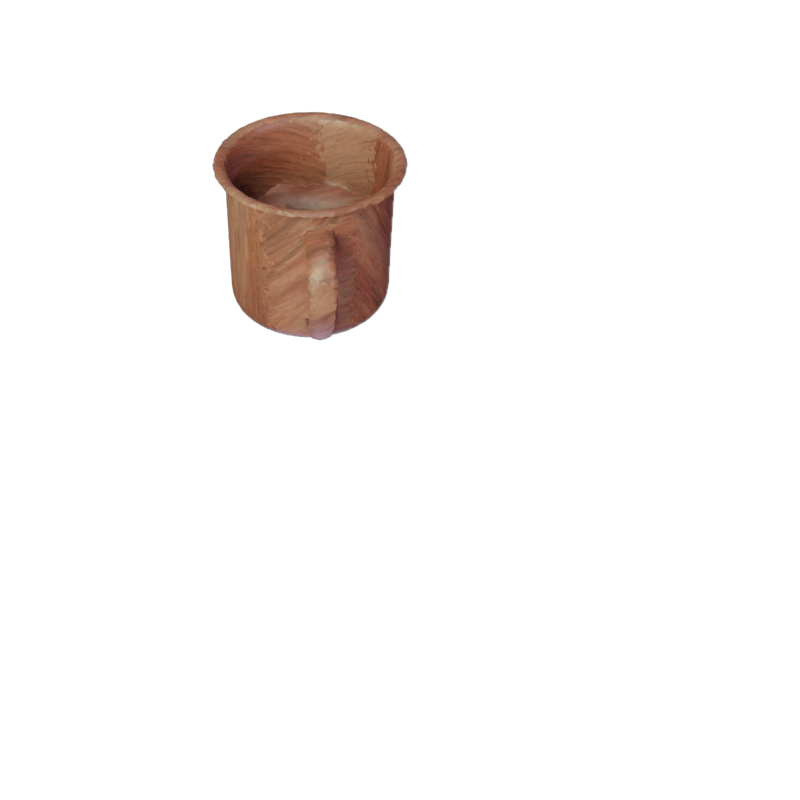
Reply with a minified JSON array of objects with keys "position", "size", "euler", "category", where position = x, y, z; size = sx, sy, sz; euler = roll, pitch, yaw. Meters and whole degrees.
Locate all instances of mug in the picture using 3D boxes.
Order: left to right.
[{"position":[-0.043,-0.078,0.545],"size":[0.092,0.076,0.126],"euler":[-6,41,-8],"category":"mug"}]
